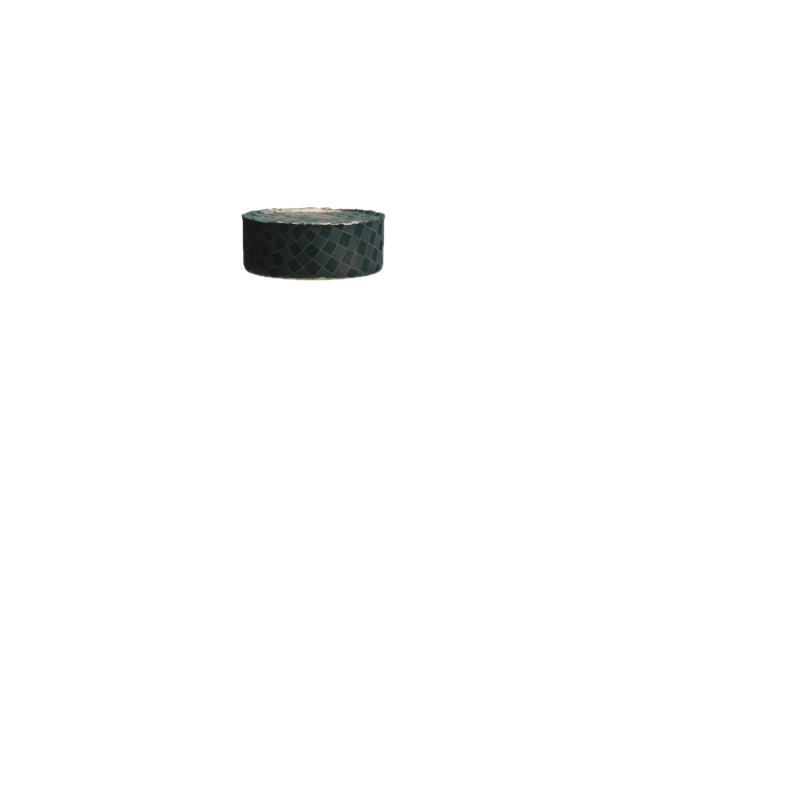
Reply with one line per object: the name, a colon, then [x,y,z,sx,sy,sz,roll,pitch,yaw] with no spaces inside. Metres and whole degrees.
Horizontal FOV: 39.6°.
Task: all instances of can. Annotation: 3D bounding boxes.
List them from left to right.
can: [-0.052,-0.095,0.662,0.086,0.033,0.088,0,15,-2]
